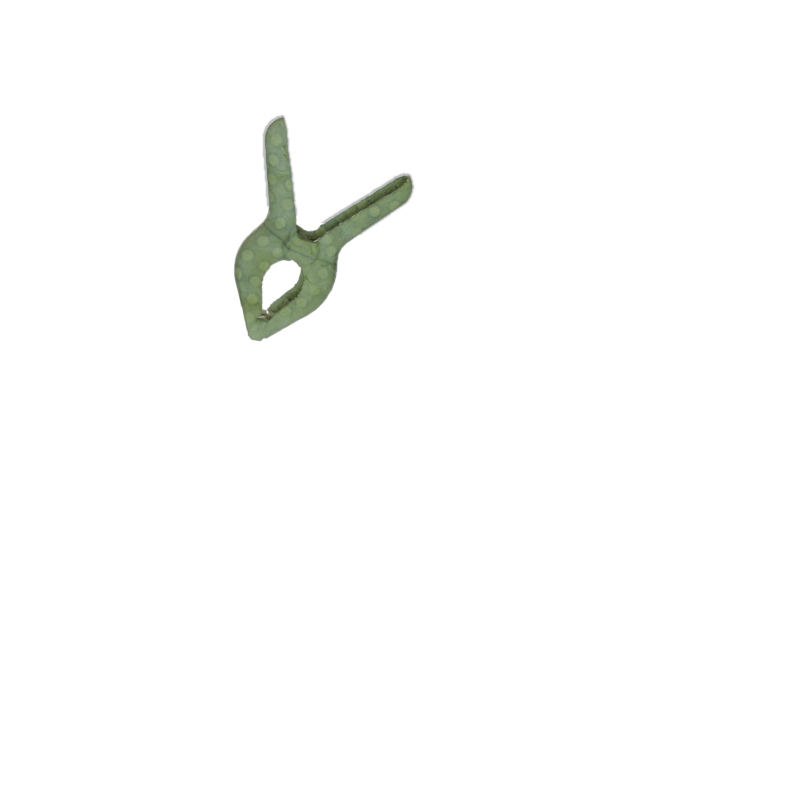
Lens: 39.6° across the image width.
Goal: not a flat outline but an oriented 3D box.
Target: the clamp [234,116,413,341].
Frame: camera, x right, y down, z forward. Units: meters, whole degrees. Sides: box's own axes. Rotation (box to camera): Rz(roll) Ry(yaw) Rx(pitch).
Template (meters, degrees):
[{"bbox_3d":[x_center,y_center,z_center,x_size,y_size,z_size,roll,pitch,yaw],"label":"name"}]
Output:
[{"bbox_3d":[-0.066,-0.121,0.848,0.119,0.166,0.041,18,19,-7],"label":"clamp"}]
